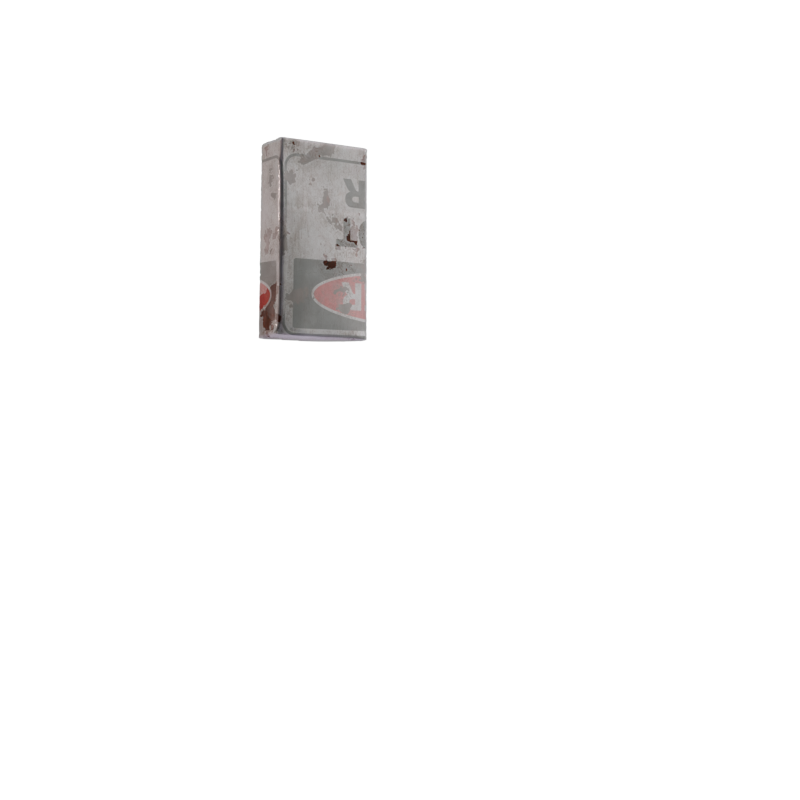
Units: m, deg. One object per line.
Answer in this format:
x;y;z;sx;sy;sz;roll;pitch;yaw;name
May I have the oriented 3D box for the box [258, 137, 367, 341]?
-0.078;-0.142;0.995;0.090;0.180;0.049;4;-10;-32;box
